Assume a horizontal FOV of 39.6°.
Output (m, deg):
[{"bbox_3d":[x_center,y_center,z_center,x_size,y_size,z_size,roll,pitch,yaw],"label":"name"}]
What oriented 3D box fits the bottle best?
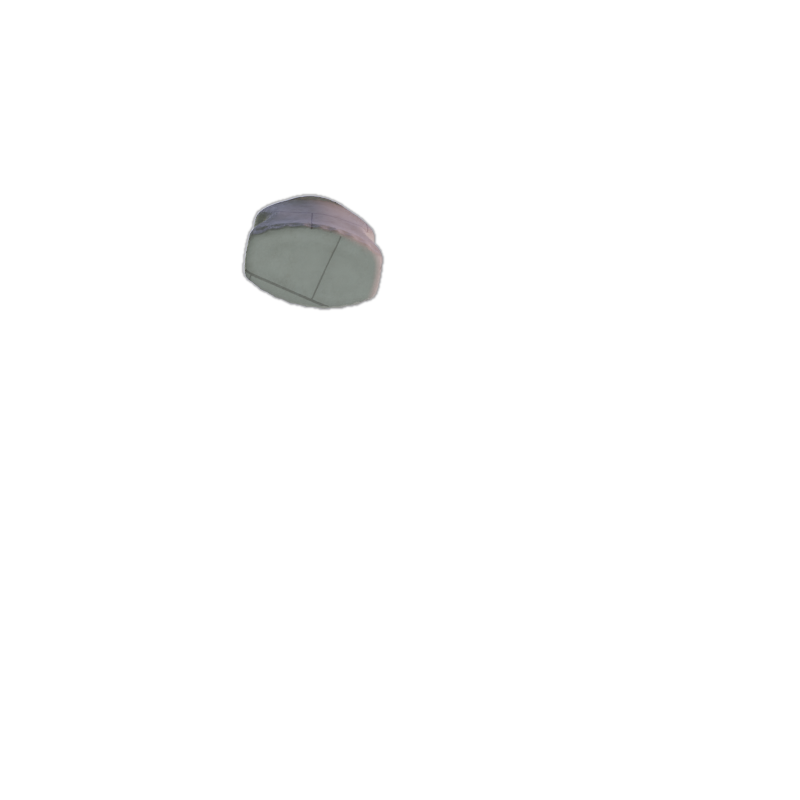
[{"bbox_3d":[-0.067,-0.121,0.851,0.095,0.057,0.199,6,18,-6],"label":"bottle"}]
